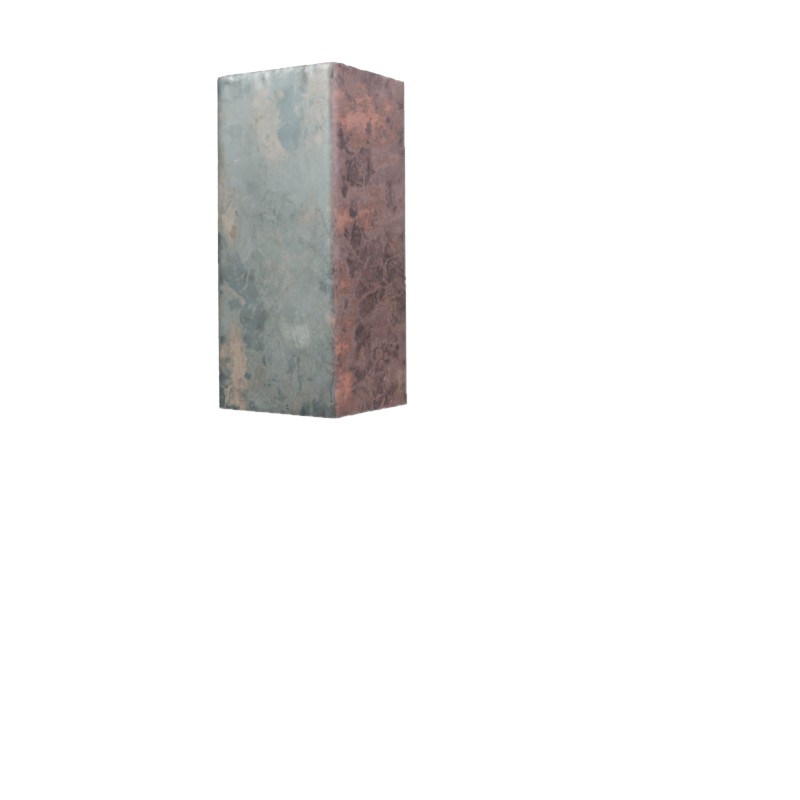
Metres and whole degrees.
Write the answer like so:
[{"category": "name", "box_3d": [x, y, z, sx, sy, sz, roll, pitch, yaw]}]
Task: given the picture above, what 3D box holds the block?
[{"category": "block", "box_3d": [-0.055, -0.100, 0.698, 0.094, 0.207, 0.087, 0, 0, 32]}]
